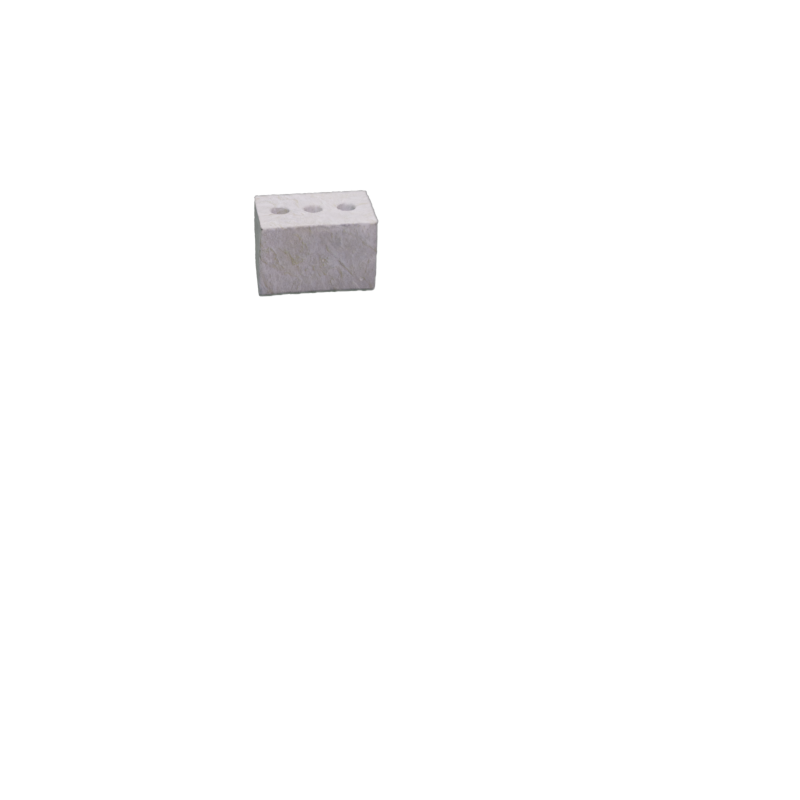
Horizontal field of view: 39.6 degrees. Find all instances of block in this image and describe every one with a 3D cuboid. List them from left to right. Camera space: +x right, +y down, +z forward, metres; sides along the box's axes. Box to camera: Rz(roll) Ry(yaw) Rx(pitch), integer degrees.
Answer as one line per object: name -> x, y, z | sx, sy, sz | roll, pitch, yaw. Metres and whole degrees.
block -> -0.057, -0.105, 0.734 | 0.077, 0.048, 0.056 | -4, 32, -8
